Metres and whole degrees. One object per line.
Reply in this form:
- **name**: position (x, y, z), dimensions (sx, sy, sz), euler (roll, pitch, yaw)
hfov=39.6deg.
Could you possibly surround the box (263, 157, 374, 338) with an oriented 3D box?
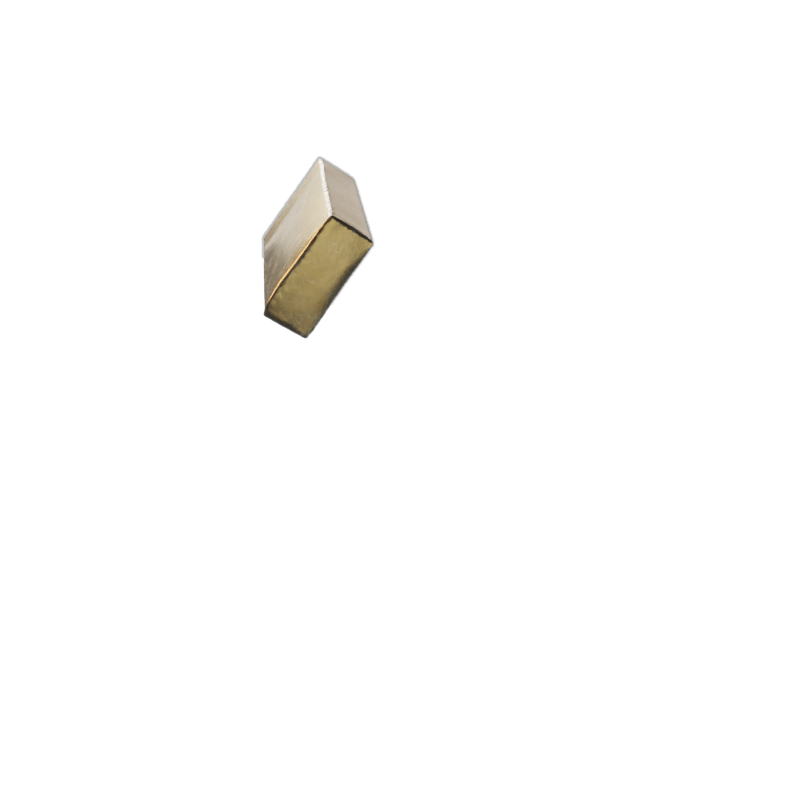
- **box**: position (-0.069, -0.127, 0.887), dimensions (0.046, 0.092, 0.185), euler (32, 18, -17)
